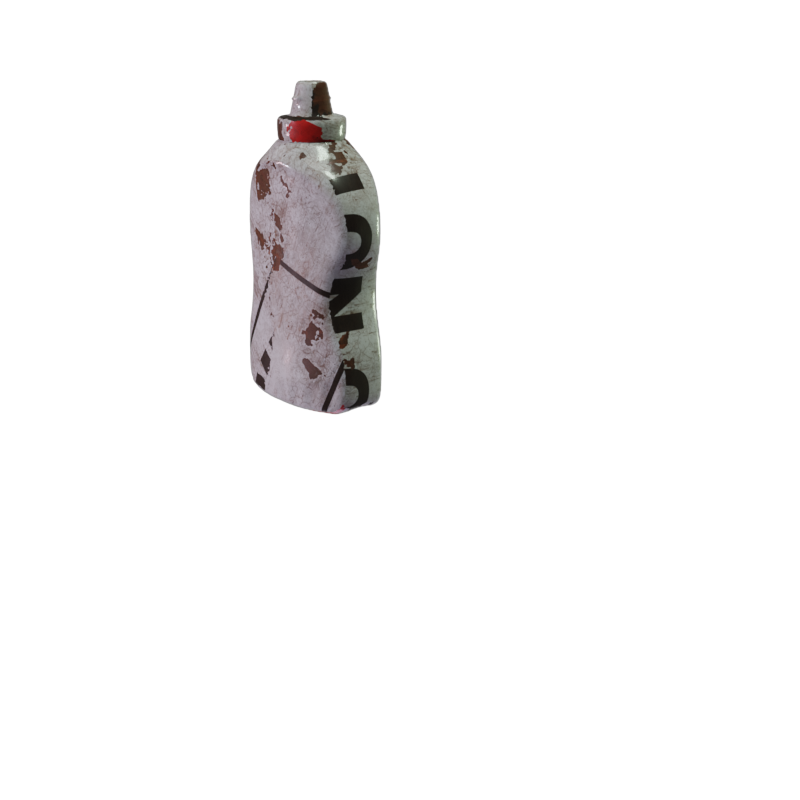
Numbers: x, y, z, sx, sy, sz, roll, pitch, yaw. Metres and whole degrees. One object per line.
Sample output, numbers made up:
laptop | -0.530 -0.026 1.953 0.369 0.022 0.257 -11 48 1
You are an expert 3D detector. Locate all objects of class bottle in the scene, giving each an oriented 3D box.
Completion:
bottle | -0.053 -0.095 0.666 0.057 0.186 0.102 -9 17 -38
